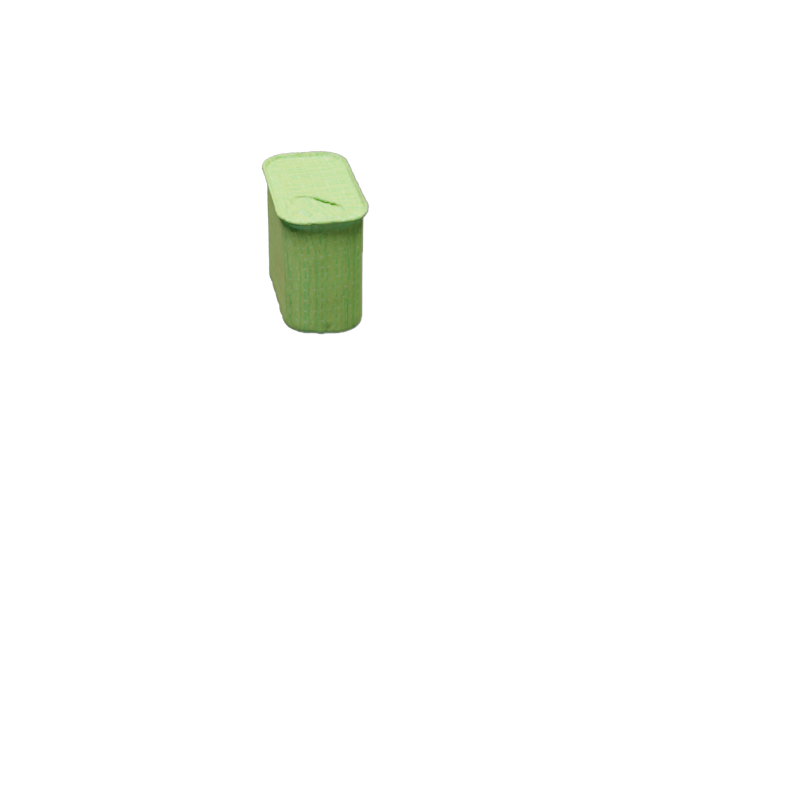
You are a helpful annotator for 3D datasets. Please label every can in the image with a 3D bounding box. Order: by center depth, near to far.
[{"bbox_3d":[-0.056,-0.103,0.721,0.057,0.079,0.110,-5,33,-11],"label":"can"}]
